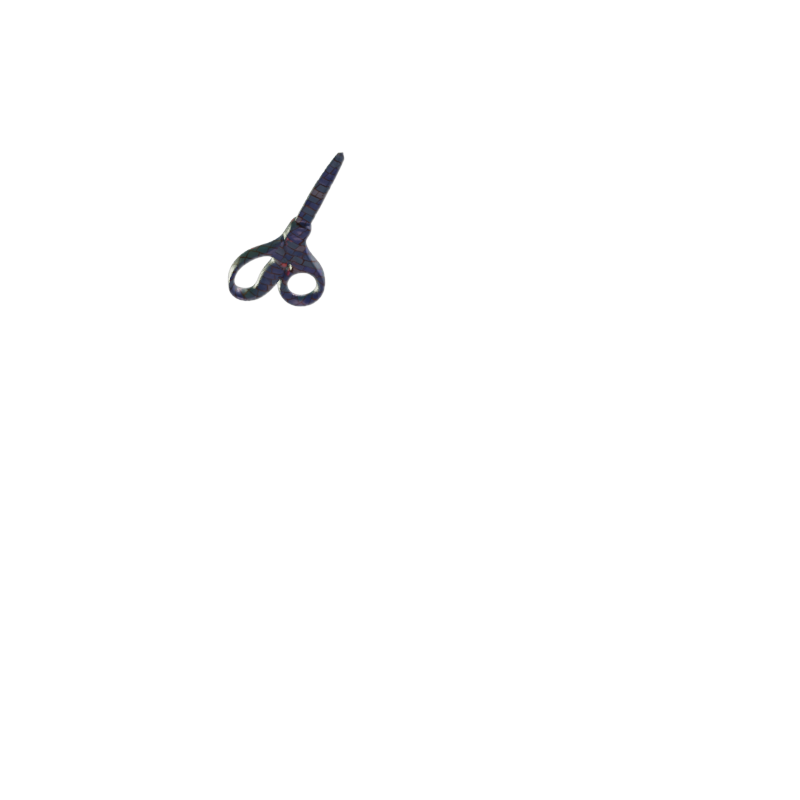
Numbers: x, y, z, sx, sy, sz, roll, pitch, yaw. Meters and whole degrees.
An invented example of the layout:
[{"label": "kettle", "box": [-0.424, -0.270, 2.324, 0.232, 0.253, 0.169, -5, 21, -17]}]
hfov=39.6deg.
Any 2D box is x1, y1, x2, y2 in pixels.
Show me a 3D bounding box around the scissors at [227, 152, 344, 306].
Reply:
[{"label": "scissors", "box": [-0.076, -0.138, 0.965, 0.091, 0.017, 0.199, 26, -43, -31]}]
